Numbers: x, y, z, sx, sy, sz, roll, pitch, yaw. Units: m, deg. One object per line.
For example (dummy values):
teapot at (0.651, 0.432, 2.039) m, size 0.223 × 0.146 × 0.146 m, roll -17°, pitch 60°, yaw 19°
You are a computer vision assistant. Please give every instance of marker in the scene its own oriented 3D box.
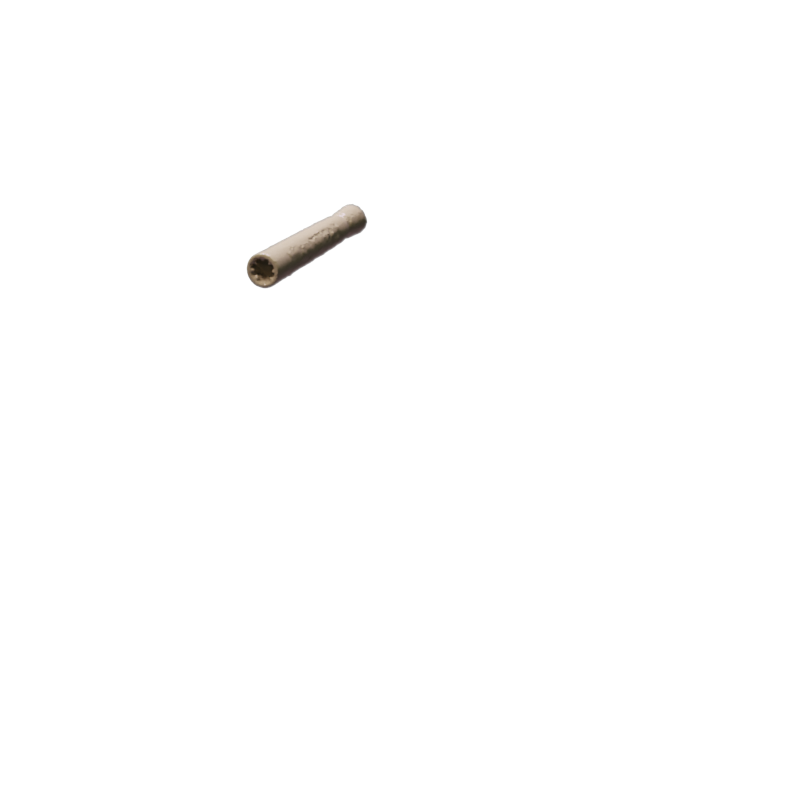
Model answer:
marker at (-0.048, -0.088, 0.618) m, size 0.020 × 0.019 × 0.122 m, roll 1°, pitch 22°, yaw 23°
